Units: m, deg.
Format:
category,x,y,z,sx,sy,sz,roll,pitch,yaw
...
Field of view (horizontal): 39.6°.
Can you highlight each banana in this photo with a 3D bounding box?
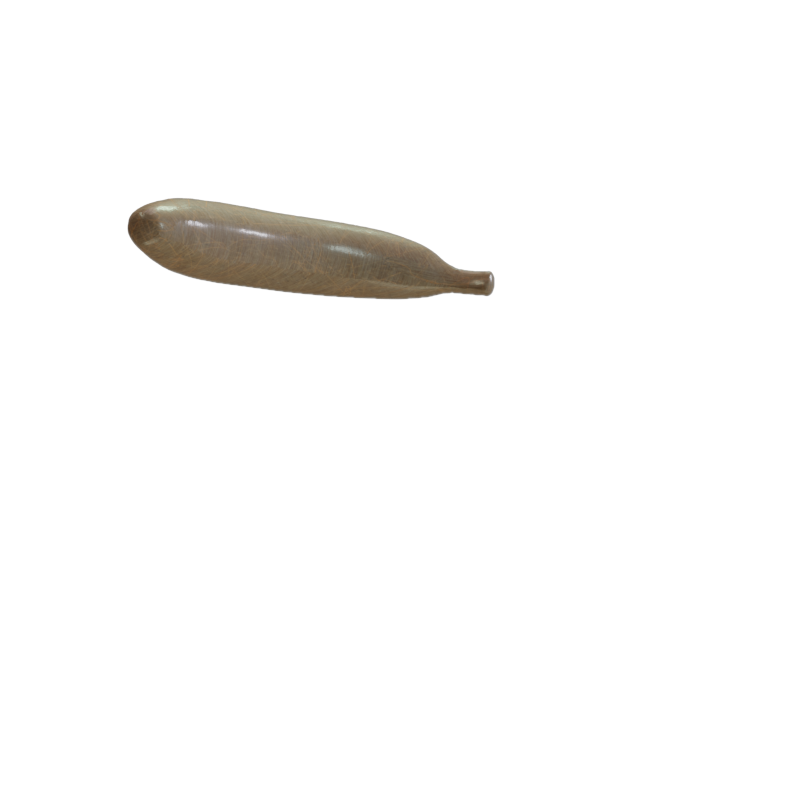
category,x,y,z,sx,sy,sz,roll,pitch,yaw
banana,-0.048,-0.071,0.522,0.189,0.037,0.071,2,-5,-36
